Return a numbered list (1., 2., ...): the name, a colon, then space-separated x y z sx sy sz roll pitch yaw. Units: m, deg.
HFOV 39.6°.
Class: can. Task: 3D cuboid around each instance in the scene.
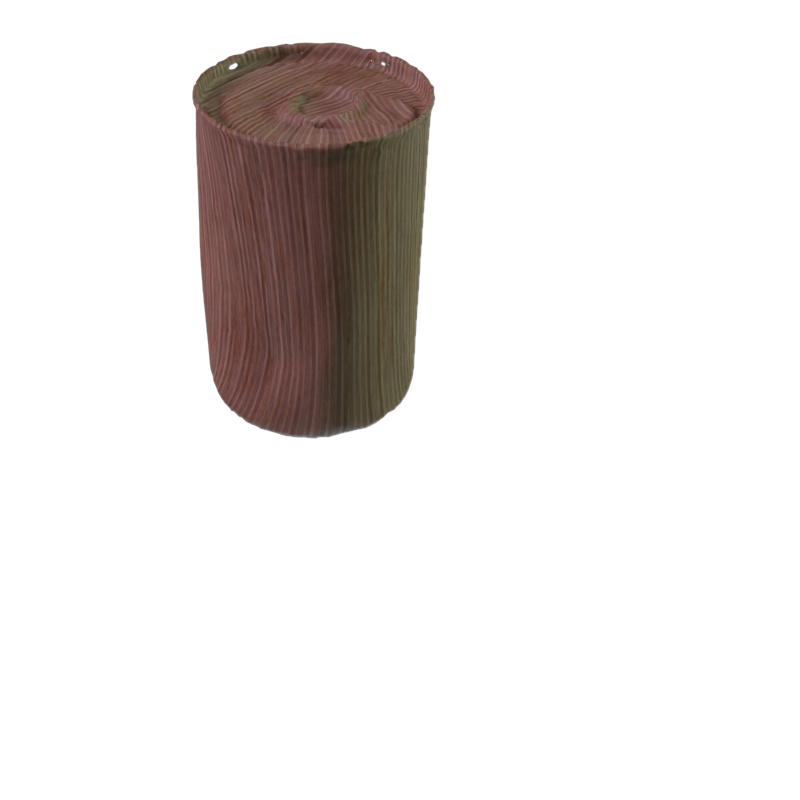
1. can: -0.026 -0.048 0.337 0.068 0.096 0.073 0 36 -3
